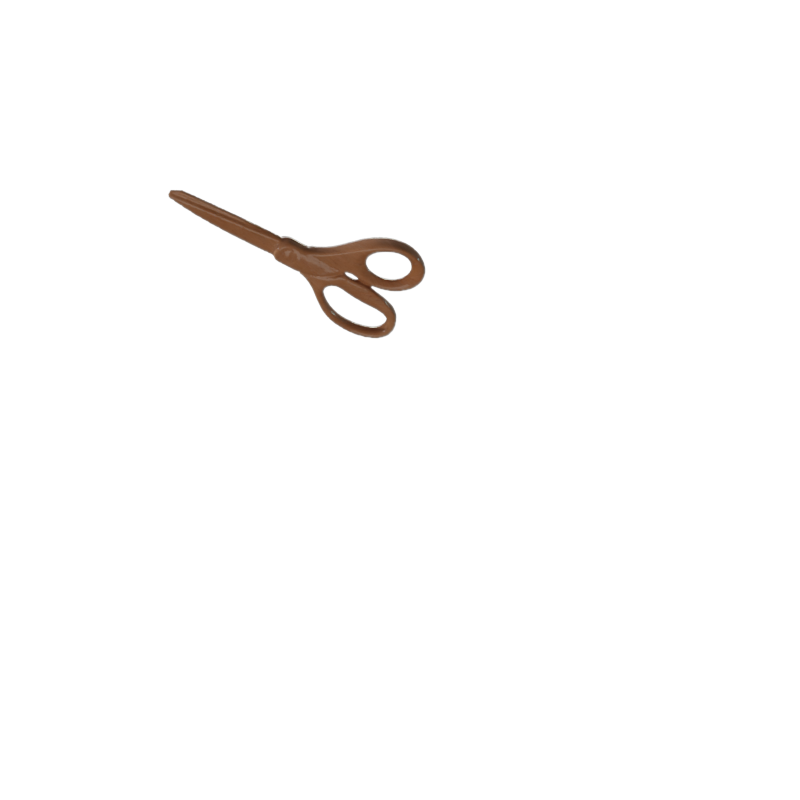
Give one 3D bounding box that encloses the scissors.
[{"bbox_3d":[-0.063,-0.116,0.810,0.095,0.017,0.190,-36,-60,25],"label":"scissors"}]
